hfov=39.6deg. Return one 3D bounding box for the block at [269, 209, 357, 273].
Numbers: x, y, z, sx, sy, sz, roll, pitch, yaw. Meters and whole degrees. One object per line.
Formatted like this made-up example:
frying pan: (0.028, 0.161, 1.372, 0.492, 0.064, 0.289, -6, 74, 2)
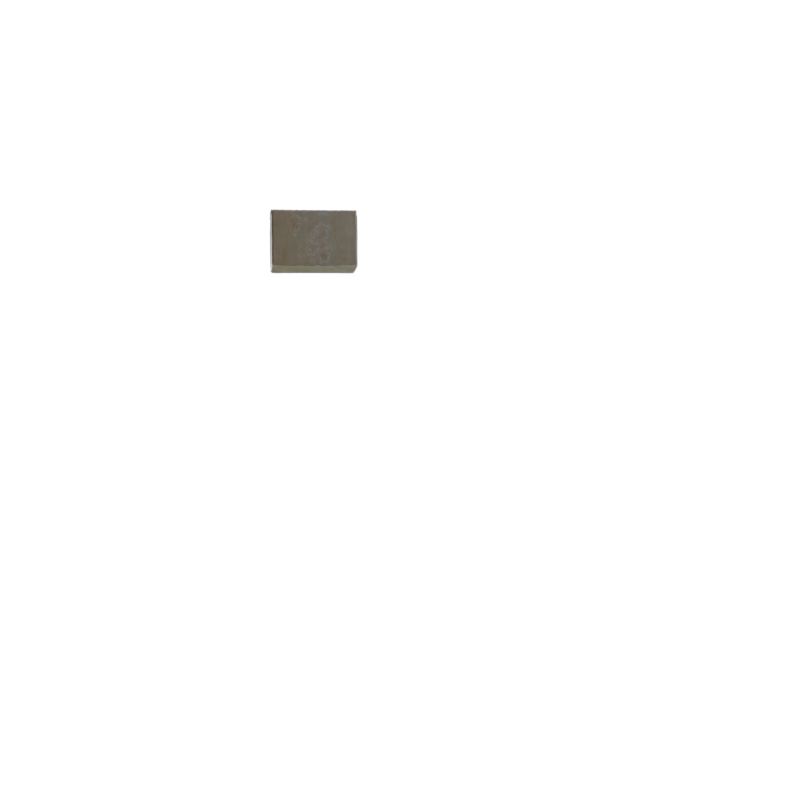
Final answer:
block: (-0.078, -0.142, 0.991, 0.077, 0.052, 0.052, 0, -4, -5)
